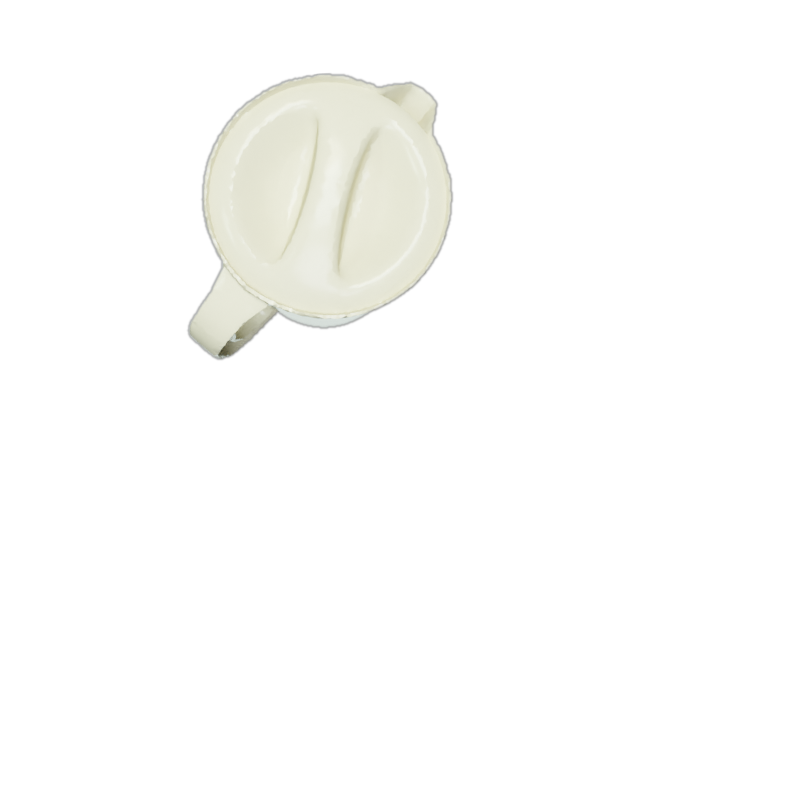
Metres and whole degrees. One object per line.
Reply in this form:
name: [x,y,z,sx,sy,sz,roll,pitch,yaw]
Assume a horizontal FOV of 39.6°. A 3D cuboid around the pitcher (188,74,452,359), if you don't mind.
pitcher: [-0.055,-0.100,0.702,0.149,0.147,0.240,-5,-3,-4]
